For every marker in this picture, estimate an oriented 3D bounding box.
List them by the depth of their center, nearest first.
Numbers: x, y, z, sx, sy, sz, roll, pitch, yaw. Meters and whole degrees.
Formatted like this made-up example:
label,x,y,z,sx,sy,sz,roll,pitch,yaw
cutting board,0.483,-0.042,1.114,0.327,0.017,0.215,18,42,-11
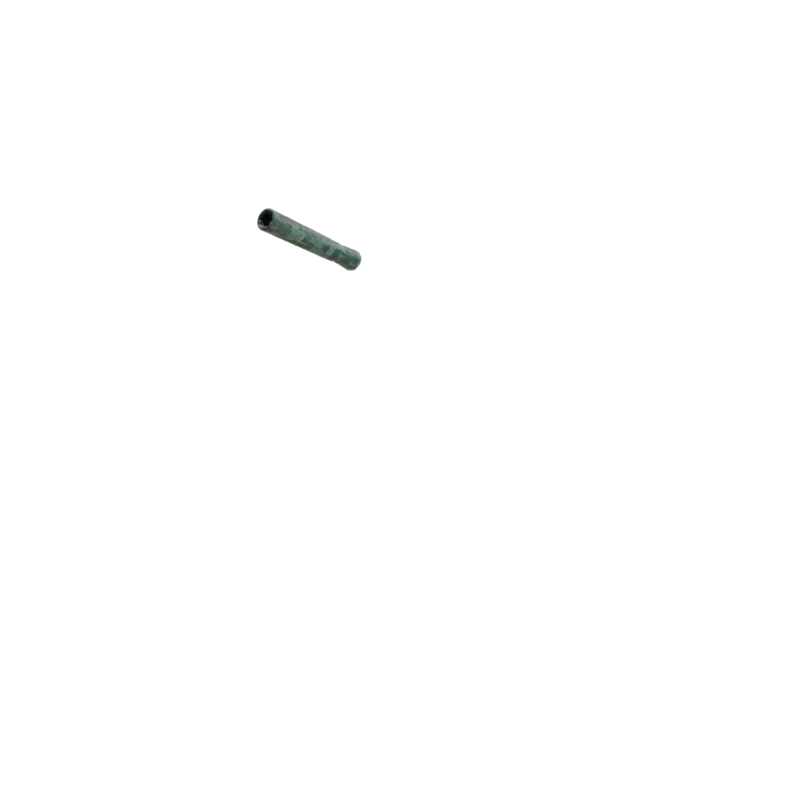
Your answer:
label,x,y,z,sx,sy,sz,roll,pitch,yaw
marker,-0.072,-0.131,0.917,0.021,0.020,0.113,3,-10,39
